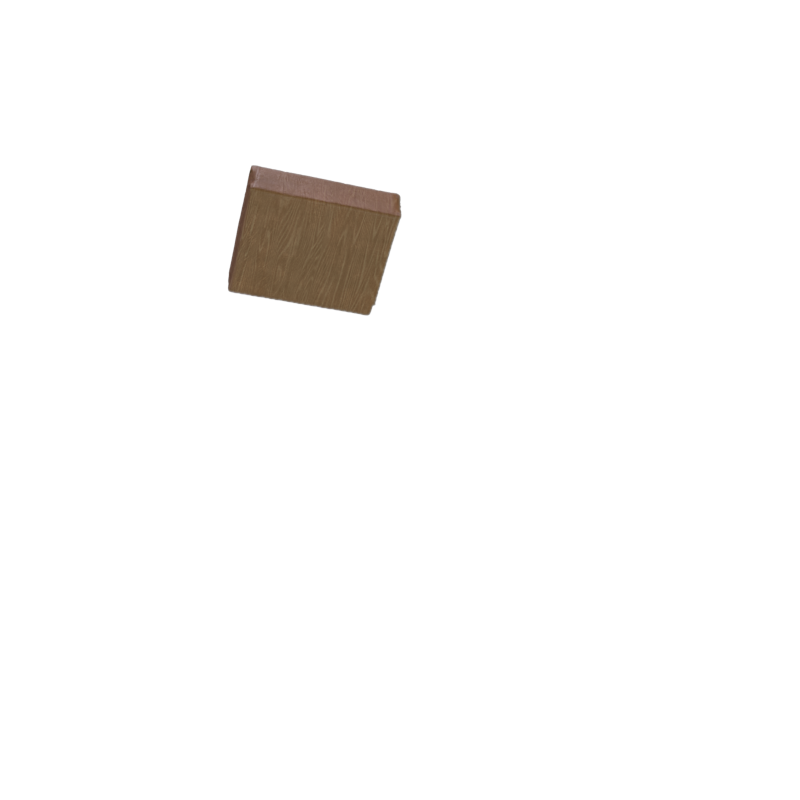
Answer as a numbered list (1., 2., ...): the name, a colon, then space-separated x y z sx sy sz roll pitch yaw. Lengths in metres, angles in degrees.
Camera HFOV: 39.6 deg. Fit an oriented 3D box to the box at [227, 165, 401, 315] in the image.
1. box: -0.050 -0.092 0.645 0.088 0.069 0.032 10 36 -8
